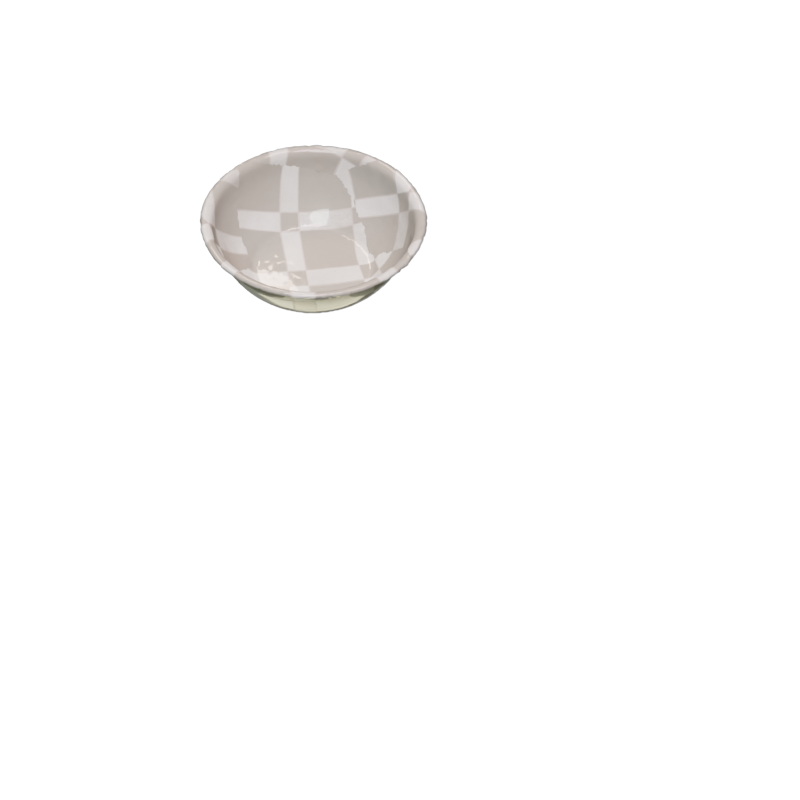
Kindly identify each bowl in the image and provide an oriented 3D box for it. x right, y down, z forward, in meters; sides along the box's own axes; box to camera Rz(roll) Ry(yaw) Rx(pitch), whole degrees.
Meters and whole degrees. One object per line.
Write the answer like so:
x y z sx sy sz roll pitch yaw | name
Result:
-0.063 -0.115 0.807 0.162 0.174 0.051 -1 -43 -1 | bowl
